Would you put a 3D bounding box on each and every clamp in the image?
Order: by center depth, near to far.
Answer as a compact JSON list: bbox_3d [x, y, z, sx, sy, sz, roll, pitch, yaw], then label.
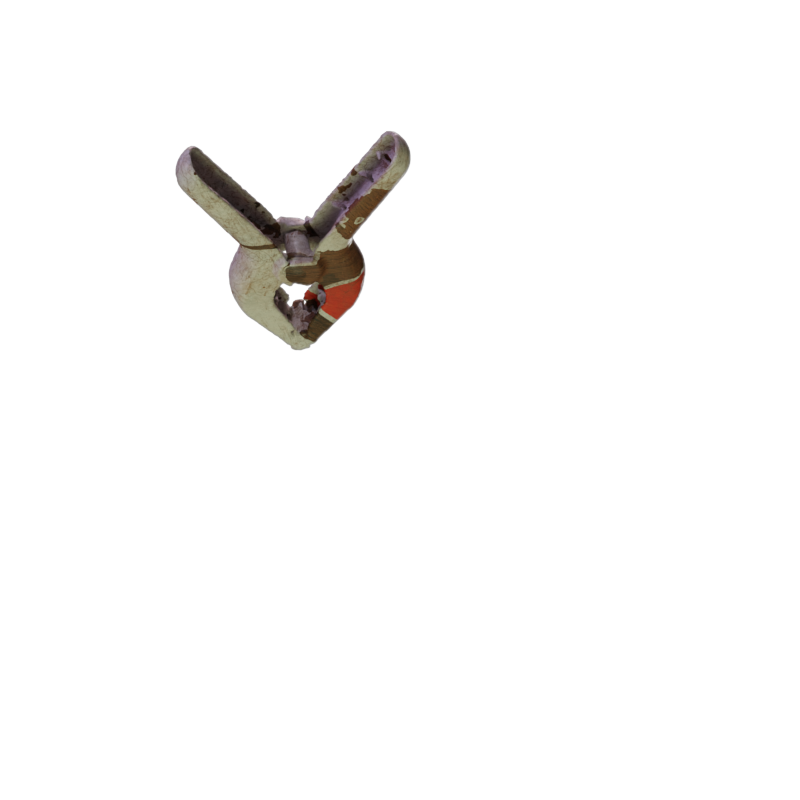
[{"bbox_3d":[-0.049,-0.089,0.623,0.121,0.042,0.159,-4,-31,6],"label":"clamp"}]
